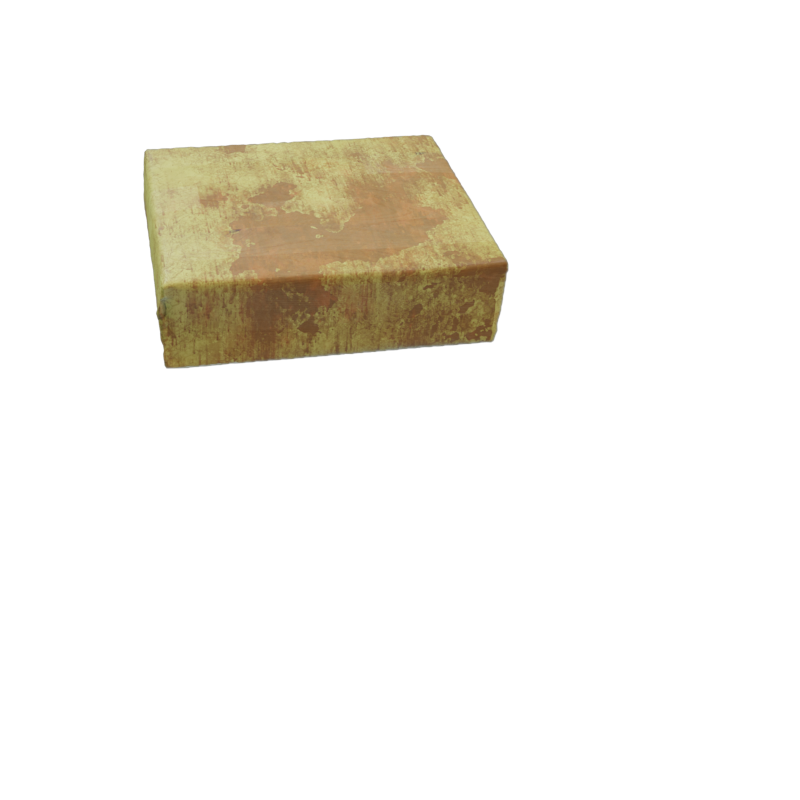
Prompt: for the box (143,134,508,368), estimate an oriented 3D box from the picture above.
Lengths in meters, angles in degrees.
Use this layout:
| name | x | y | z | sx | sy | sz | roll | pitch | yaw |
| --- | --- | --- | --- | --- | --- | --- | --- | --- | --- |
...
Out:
| name | x | y | z | sx | sy | sz | roll | pitch | yaw |
| --- | --- | --- | --- | --- | --- | --- | --- | --- | --- |
| box | -0.030 | -0.055 | 0.386 | 0.112 | 0.036 | 0.097 | -7 | 37 | -10 |
